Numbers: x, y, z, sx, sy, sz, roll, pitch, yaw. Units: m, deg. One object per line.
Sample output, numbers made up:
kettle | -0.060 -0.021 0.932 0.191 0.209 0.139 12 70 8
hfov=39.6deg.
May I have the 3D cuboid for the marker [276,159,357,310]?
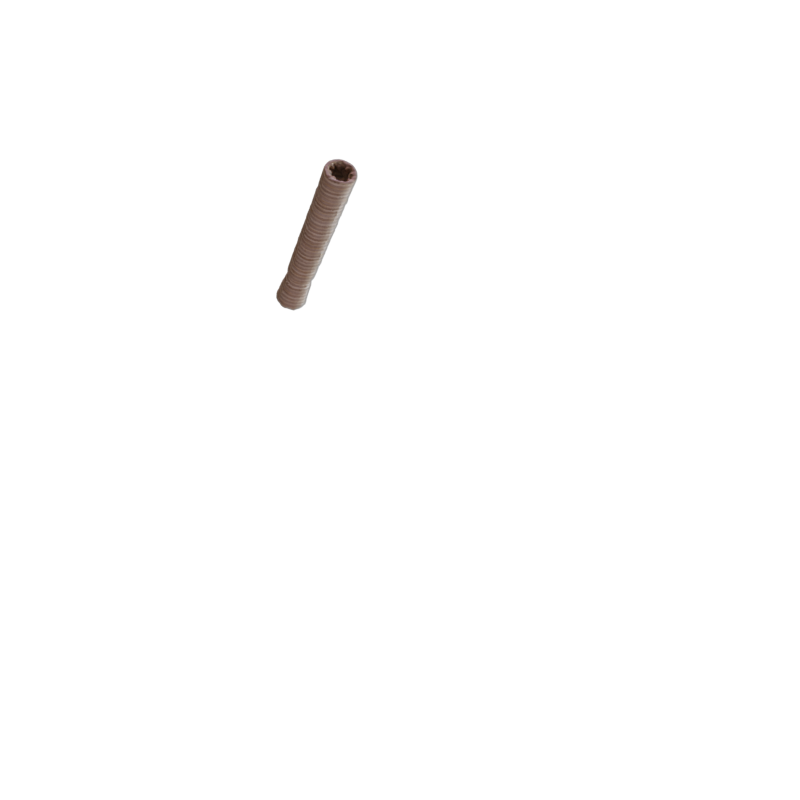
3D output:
marker | -0.049 -0.090 0.632 0.019 0.021 0.115 0 -33 -22
